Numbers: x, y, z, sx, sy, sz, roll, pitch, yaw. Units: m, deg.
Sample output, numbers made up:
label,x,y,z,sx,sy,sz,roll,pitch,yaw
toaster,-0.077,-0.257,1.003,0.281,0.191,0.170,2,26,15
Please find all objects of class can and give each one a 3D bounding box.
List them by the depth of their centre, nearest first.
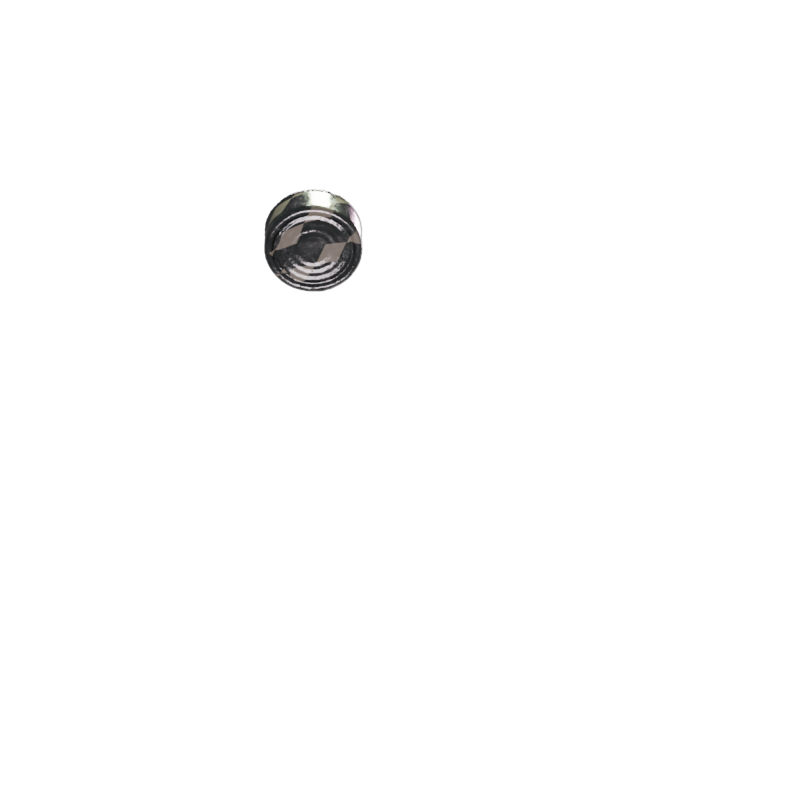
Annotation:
label,x,y,z,sx,sy,sz,roll,pitch,yaw
can,-0.075,-0.137,0.960,0.086,0.081,0.036,1,33,-1
